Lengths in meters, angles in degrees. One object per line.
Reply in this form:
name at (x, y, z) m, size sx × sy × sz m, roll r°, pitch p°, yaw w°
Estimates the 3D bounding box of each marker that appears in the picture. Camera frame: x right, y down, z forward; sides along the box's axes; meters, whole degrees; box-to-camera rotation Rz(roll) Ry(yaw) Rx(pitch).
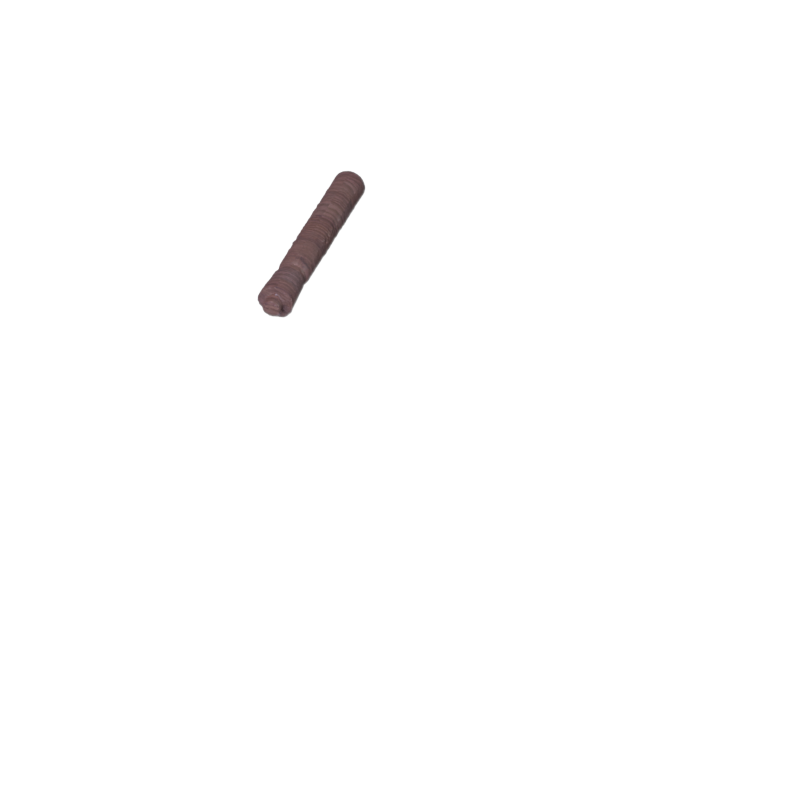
marker at (-0.046, -0.084, 0.591) m, size 0.020 × 0.018 × 0.126 m, roll 0°, pitch 39°, yaw 21°
